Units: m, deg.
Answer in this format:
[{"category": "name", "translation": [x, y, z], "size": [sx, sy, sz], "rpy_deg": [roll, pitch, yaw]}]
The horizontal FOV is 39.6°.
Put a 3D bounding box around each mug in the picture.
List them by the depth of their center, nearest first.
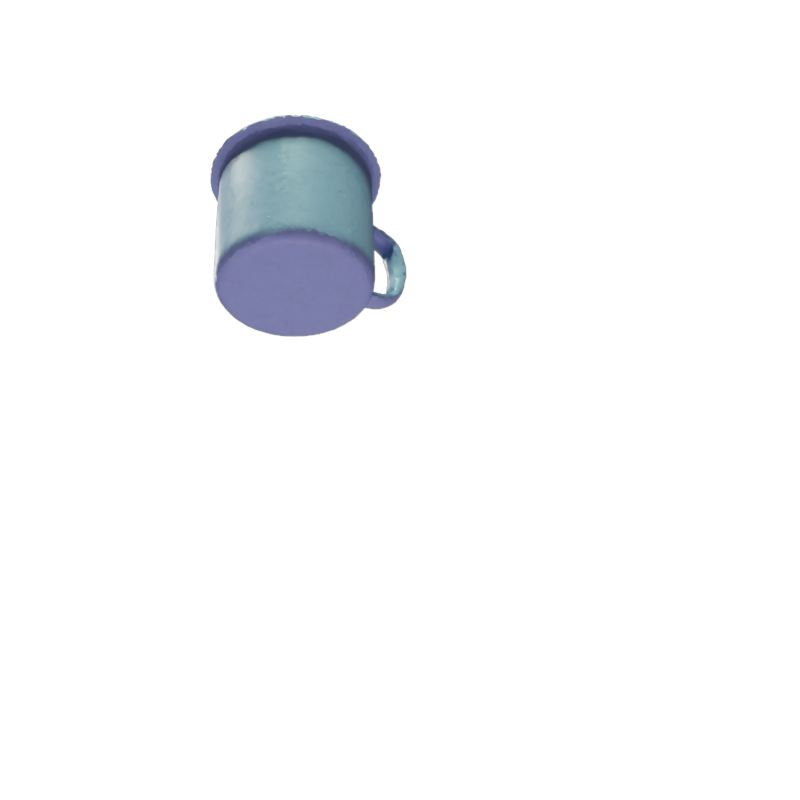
[{"category": "mug", "translation": [-0.046, -0.083, 0.584], "size": [0.111, 0.087, 0.092], "rpy_deg": [26, -46, -30]}]
